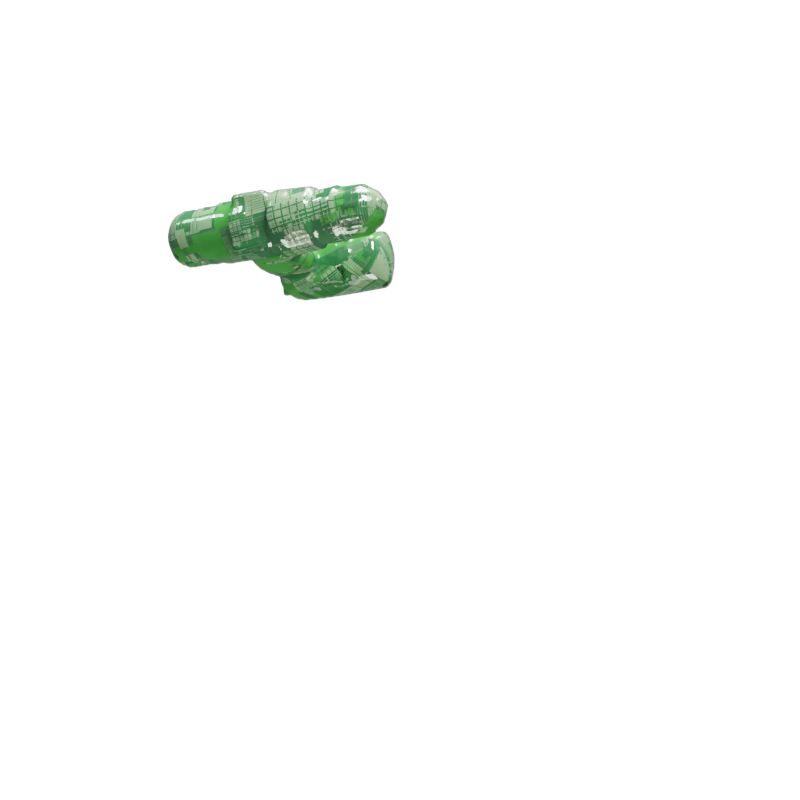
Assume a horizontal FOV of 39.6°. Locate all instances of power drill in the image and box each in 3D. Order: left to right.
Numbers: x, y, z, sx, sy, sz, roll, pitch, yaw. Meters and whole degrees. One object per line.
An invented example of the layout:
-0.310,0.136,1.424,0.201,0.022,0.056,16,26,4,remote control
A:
-0.072,-0.132,0.923,0.189,0.059,0.178,-4,-9,23,power drill
